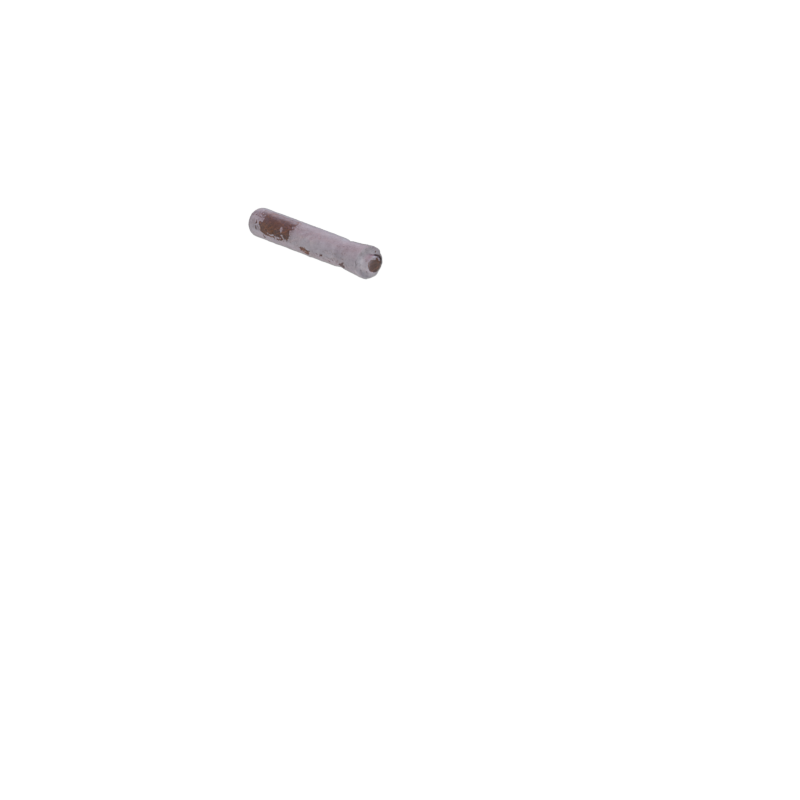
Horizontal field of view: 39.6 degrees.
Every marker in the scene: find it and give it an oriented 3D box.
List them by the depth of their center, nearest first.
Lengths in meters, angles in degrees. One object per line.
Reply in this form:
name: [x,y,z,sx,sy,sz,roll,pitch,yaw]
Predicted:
marker: [-0.050,-0.092,0.645,0.019,0.019,0.129,-3,19,-36]
